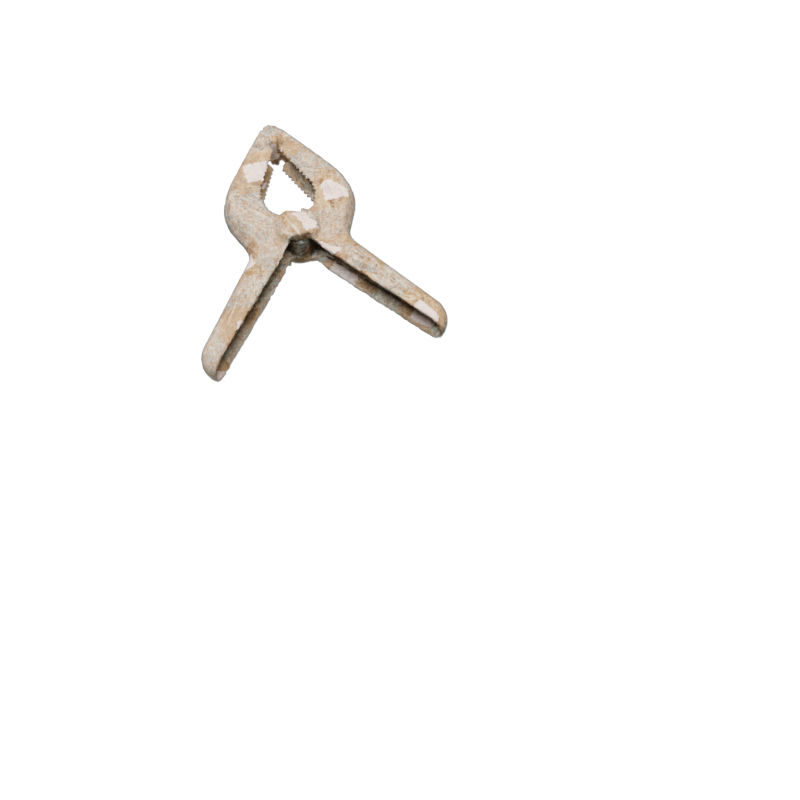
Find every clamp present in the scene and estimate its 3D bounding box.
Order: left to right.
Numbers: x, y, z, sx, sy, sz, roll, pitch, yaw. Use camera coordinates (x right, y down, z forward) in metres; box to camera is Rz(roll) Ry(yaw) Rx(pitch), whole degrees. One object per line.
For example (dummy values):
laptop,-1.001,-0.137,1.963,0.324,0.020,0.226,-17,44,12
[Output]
clamp,-0.061,-0.112,0.783,0.164,0.226,0.034,-6,-35,-4
